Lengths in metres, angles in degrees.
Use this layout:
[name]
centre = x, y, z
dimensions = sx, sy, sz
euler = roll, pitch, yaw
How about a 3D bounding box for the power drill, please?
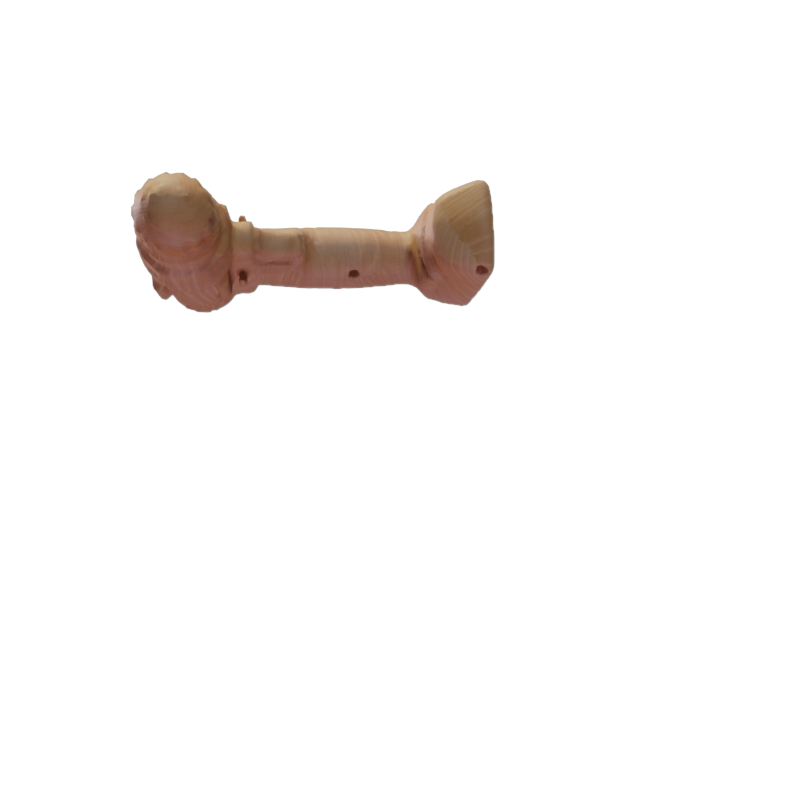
[power drill]
centre = -0.047, -0.086, 0.605
dimensions = 0.187, 0.059, 0.181
euler = 0, -4, -2
